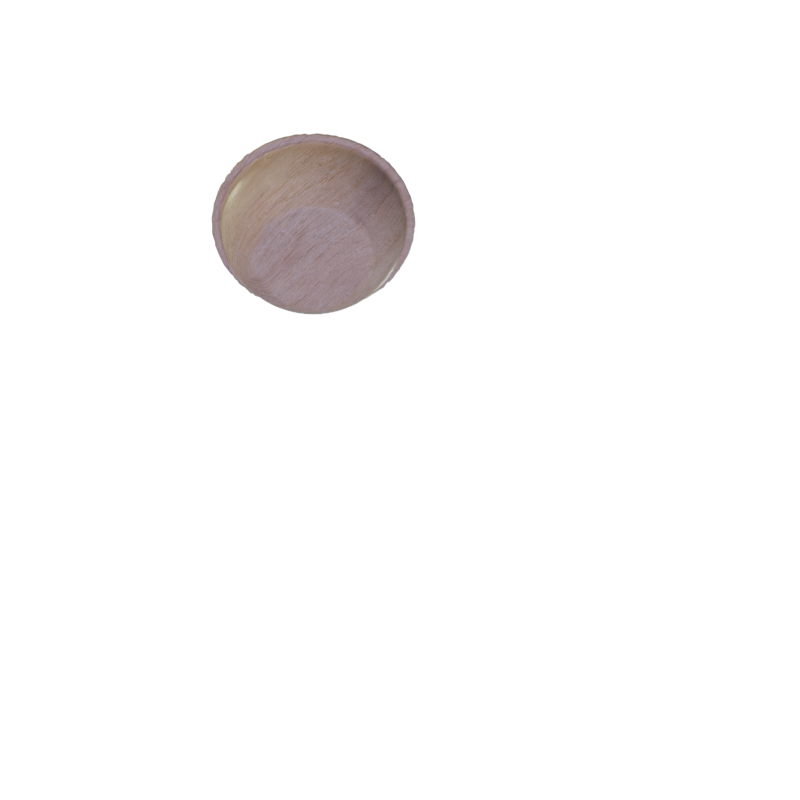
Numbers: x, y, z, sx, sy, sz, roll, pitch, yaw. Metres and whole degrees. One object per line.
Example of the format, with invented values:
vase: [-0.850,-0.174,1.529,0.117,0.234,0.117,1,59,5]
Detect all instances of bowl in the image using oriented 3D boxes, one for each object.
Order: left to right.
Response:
bowl: [-0.067,-0.123,0.859,0.162,0.152,0.059,1,32,-1]
